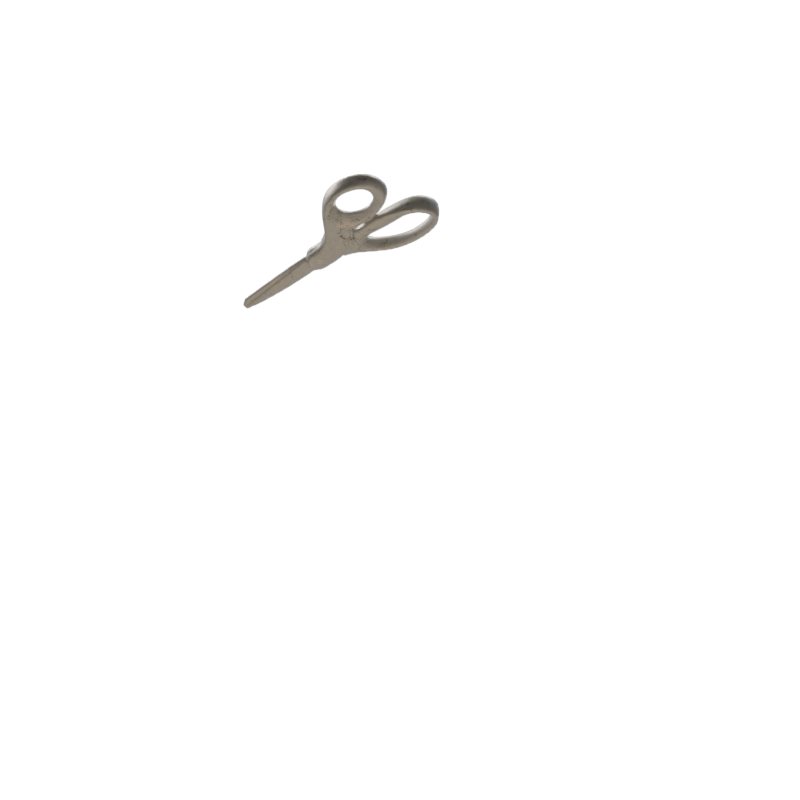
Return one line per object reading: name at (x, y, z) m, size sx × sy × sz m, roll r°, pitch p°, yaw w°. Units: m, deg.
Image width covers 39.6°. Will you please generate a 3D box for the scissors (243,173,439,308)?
scissors at (-0.067, -0.123, 0.859) m, size 0.204 × 0.017 × 0.089 m, roll -17°, pitch -34°, yaw 27°
